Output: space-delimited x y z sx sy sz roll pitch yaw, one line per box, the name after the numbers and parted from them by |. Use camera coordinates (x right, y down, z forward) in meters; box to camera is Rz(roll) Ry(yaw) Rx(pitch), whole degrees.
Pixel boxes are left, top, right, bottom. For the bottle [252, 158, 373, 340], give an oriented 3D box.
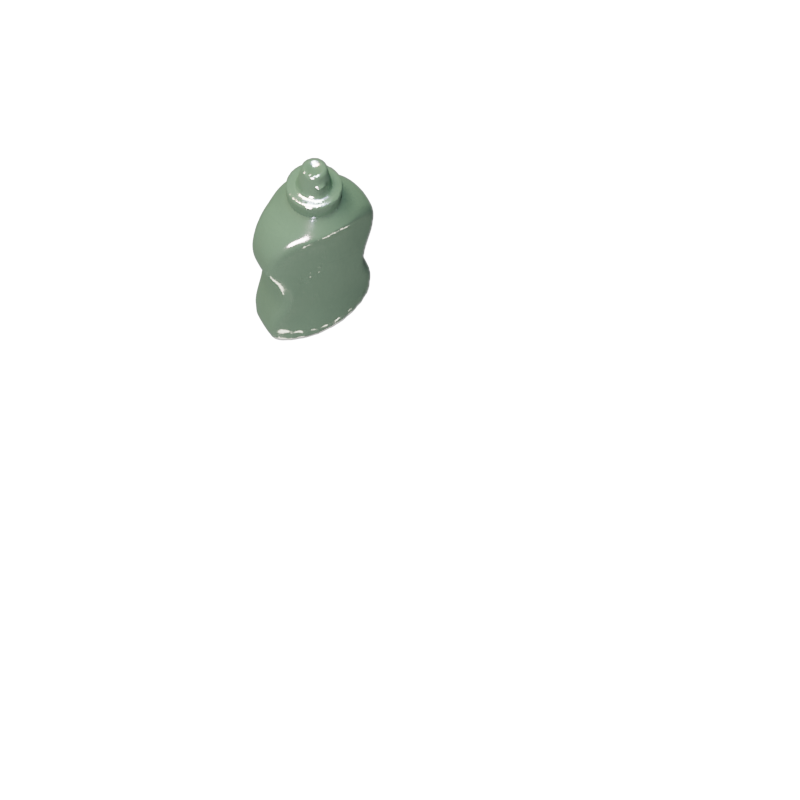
-0.066 -0.121 0.853 0.096 0.062 0.180 -27 -23 -17 | bottle
